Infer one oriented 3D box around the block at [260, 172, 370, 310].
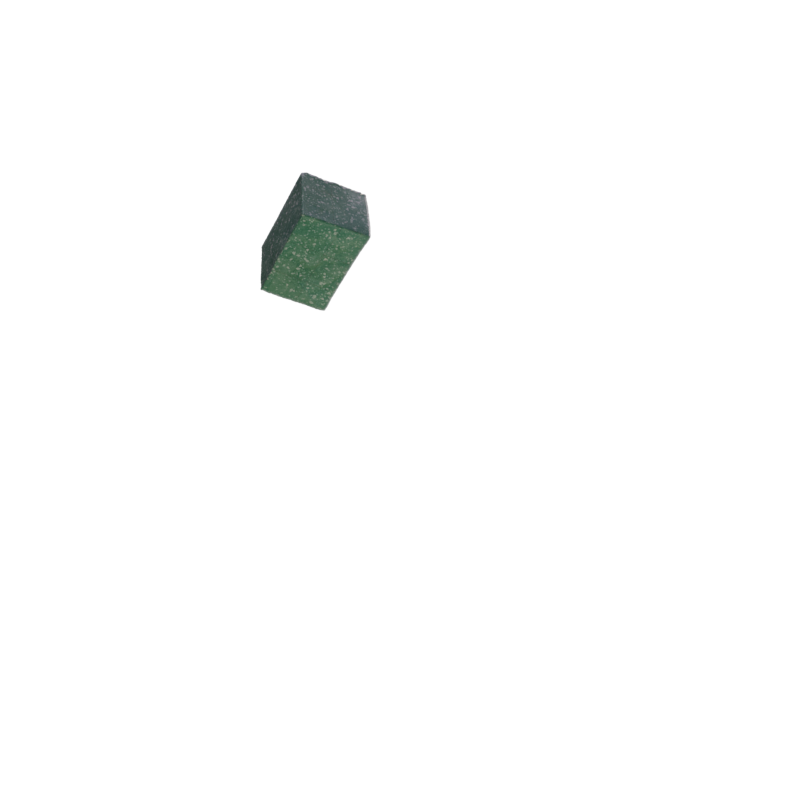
[{"bbox_3d":[-0.062,-0.113,0.789,0.051,0.055,0.075,19,-50,-20],"label":"block"}]
